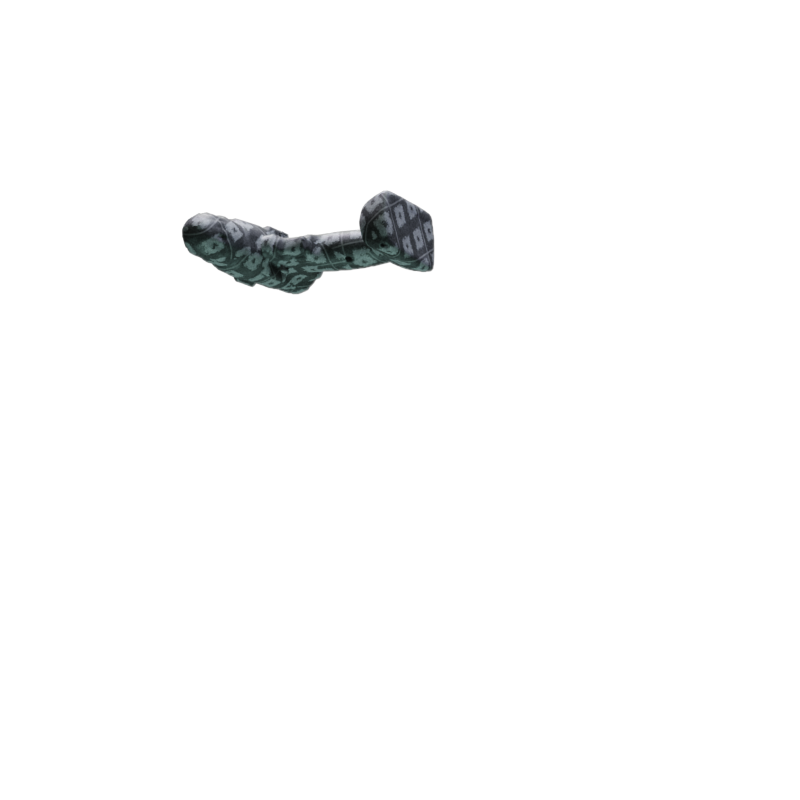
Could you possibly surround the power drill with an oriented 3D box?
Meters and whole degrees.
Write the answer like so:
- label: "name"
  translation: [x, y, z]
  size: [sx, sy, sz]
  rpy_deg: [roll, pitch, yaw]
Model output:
- label: "power drill"
  translation: [-0.078, -0.142, 0.993]
  size: [0.193, 0.059, 0.175]
  rpy_deg: [-4, -7, 29]
